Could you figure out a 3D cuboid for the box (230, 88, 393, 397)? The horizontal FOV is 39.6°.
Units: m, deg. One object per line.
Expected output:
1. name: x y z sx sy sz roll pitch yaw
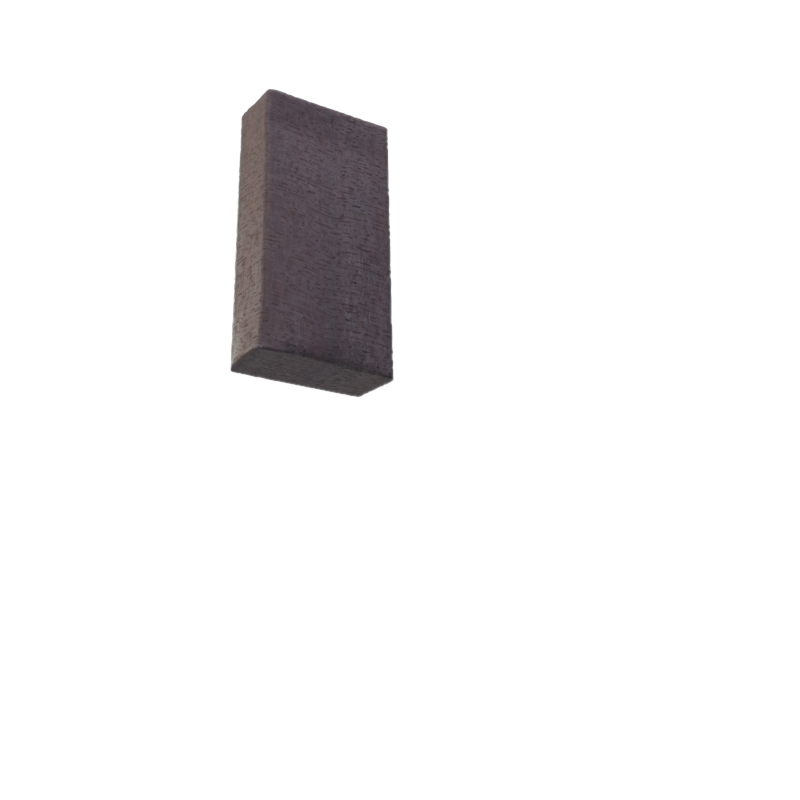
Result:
1. box: -0.054 -0.098 0.687 0.089 0.187 0.047 14 -30 -29
